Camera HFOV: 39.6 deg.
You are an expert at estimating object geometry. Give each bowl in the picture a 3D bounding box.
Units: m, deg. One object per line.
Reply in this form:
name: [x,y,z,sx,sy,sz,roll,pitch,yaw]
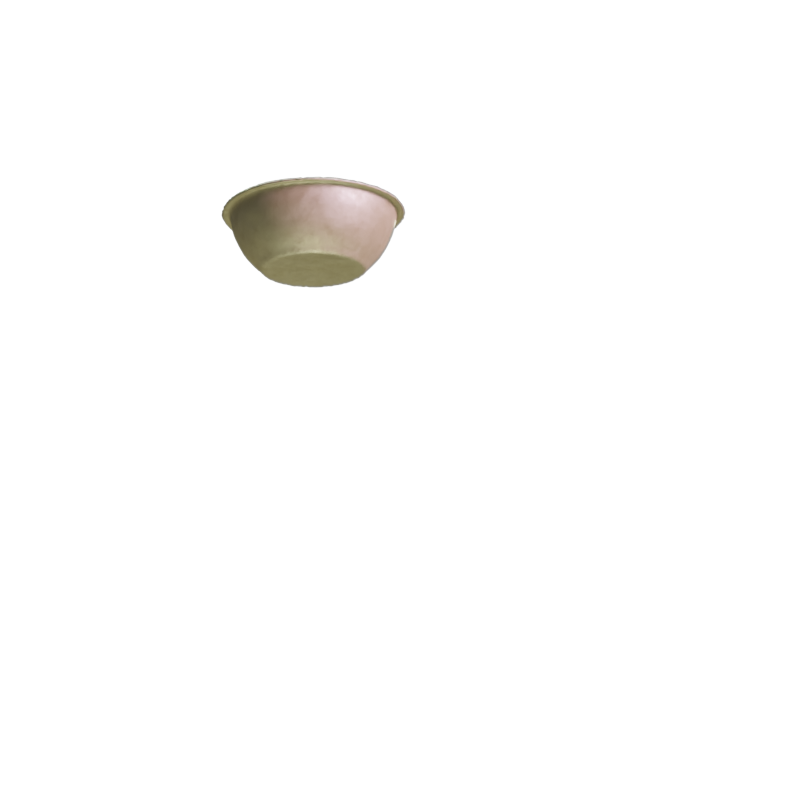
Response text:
bowl: [-0.076,-0.139,0.972,0.162,0.057,0.156,0,-14,-2]
